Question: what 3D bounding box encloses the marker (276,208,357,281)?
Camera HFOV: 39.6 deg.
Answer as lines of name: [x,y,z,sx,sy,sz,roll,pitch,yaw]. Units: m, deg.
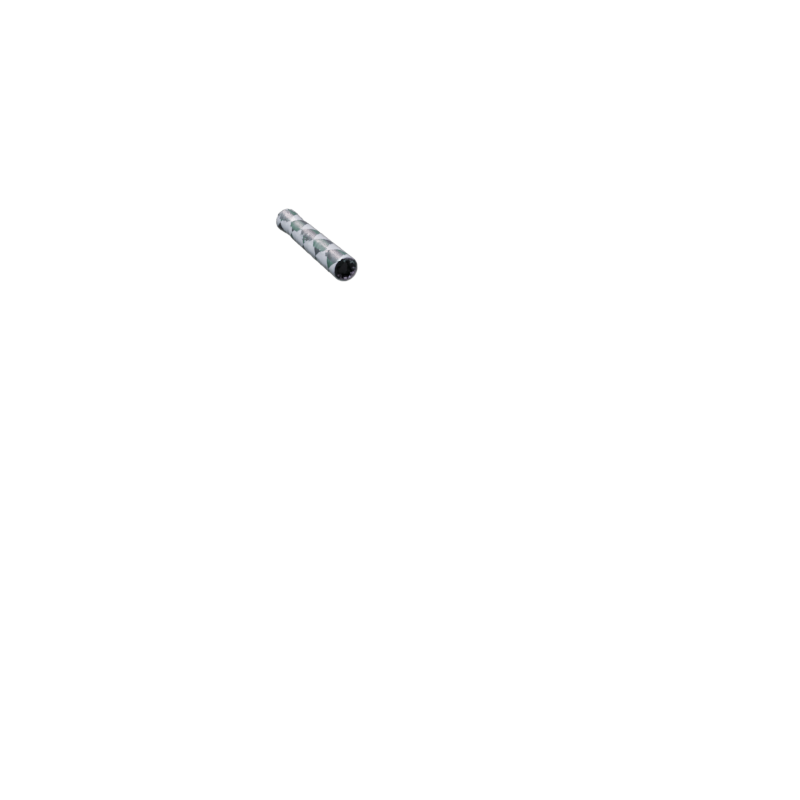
marker: [-0.065,-0.118,0.825,0.019,0.019,0.130,-2,25,-26]
